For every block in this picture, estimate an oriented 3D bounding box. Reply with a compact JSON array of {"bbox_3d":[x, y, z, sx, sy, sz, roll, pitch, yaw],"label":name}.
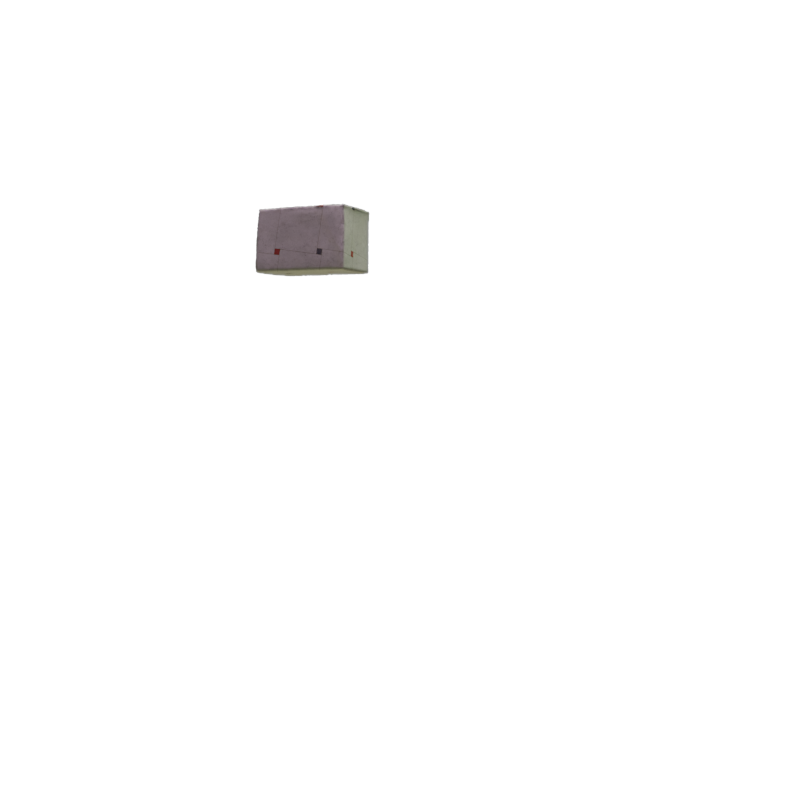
[{"bbox_3d":[-0.070,-0.127,0.888,0.080,0.052,0.051,0,-2,24],"label":"block"}]
